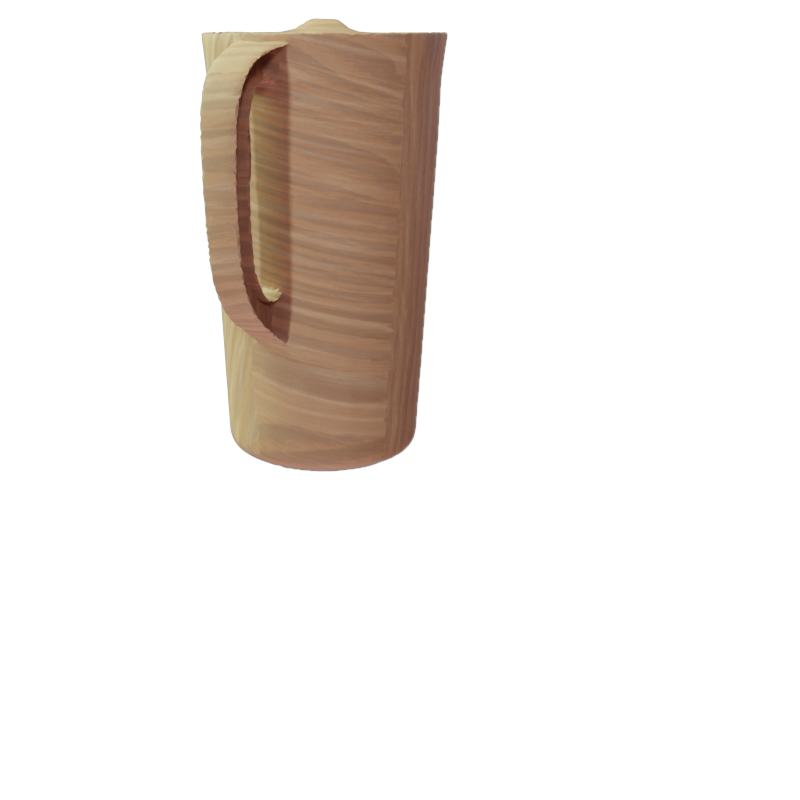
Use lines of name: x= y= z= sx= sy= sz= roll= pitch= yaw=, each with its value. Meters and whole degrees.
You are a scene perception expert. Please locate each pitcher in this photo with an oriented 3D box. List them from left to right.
pitcher: x=-0.048 y=-0.088 z=0.616 sx=0.146 sy=0.237 sz=0.152 roll=-4 pitch=13 yaw=-19
